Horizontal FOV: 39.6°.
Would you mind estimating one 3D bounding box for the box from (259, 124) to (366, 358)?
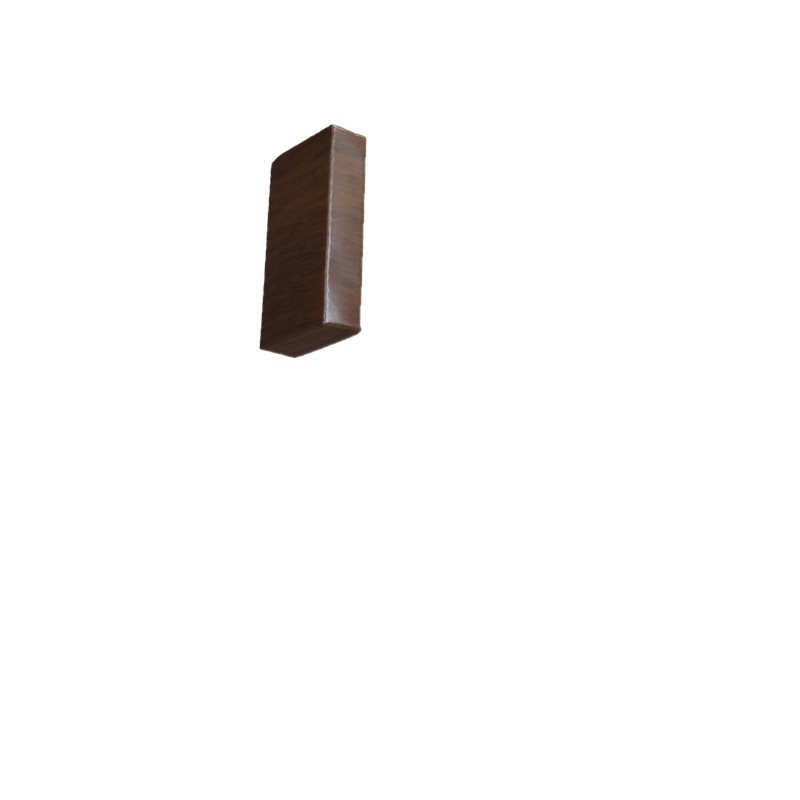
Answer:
[{"bbox_3d":[-0.073,-0.132,0.924,0.045,0.185,0.094,15,-25,-37],"label":"box"}]
